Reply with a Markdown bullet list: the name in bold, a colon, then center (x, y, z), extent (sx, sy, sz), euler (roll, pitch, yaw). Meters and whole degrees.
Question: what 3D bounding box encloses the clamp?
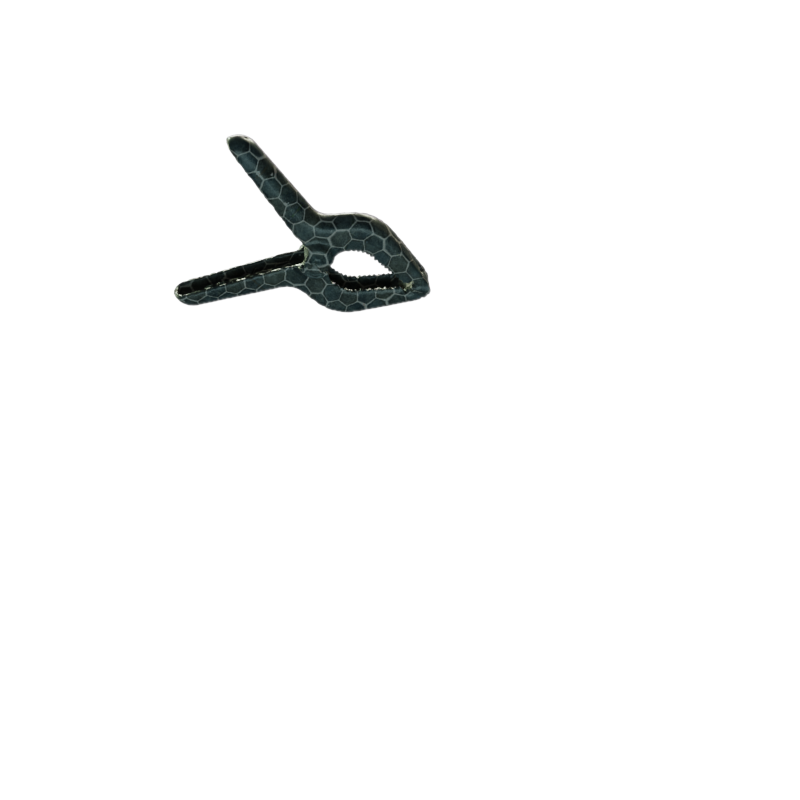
- **clamp**: center (-0.072, -0.131, 0.918), extent (0.207, 0.156, 0.039), euler (11, 35, -8)
